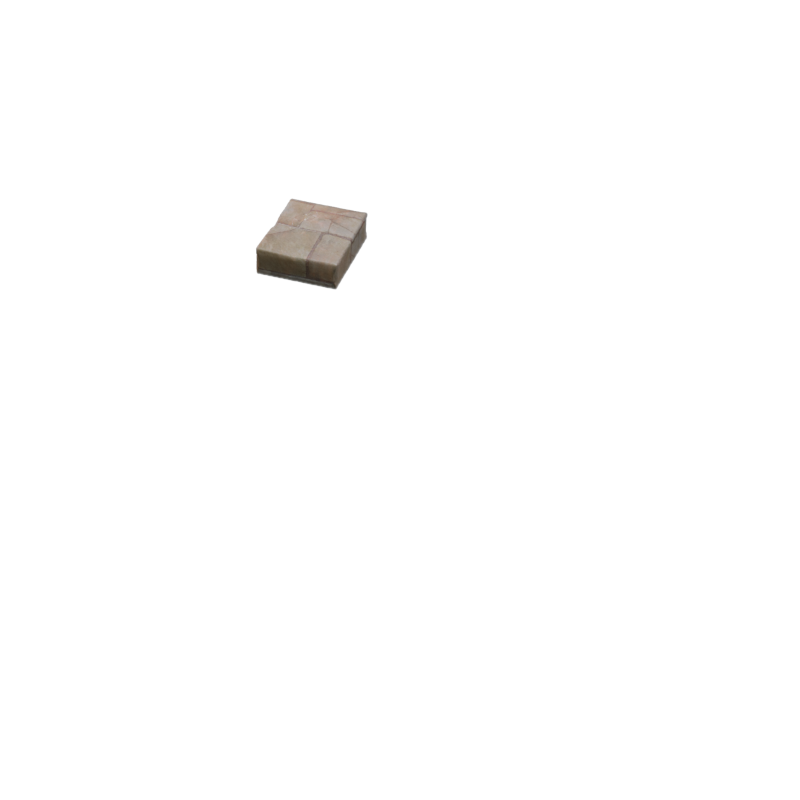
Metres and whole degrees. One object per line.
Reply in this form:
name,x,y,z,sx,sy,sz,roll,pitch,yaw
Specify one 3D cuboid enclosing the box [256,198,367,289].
box,-0.075,-0.137,0.961,0.075,0.028,0.093,12,40,14
